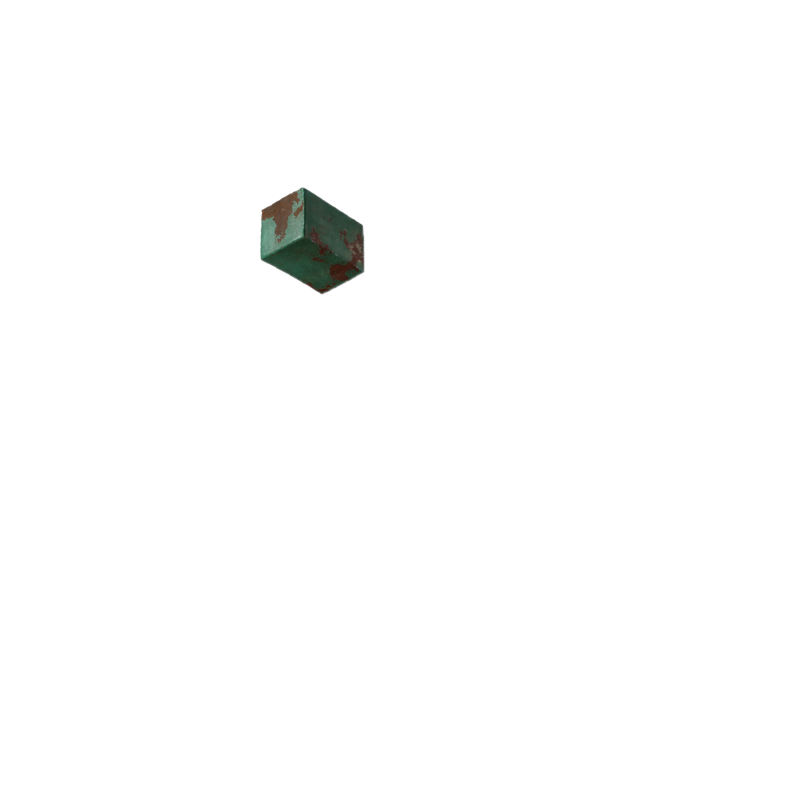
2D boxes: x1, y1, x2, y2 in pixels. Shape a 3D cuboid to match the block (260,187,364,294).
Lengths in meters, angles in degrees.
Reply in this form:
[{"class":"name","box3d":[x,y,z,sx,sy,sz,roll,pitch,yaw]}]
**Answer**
[{"class":"block","box3d":[-0.074,-0.135,0.944,0.053,0.055,0.073,-25,-38,34]}]
